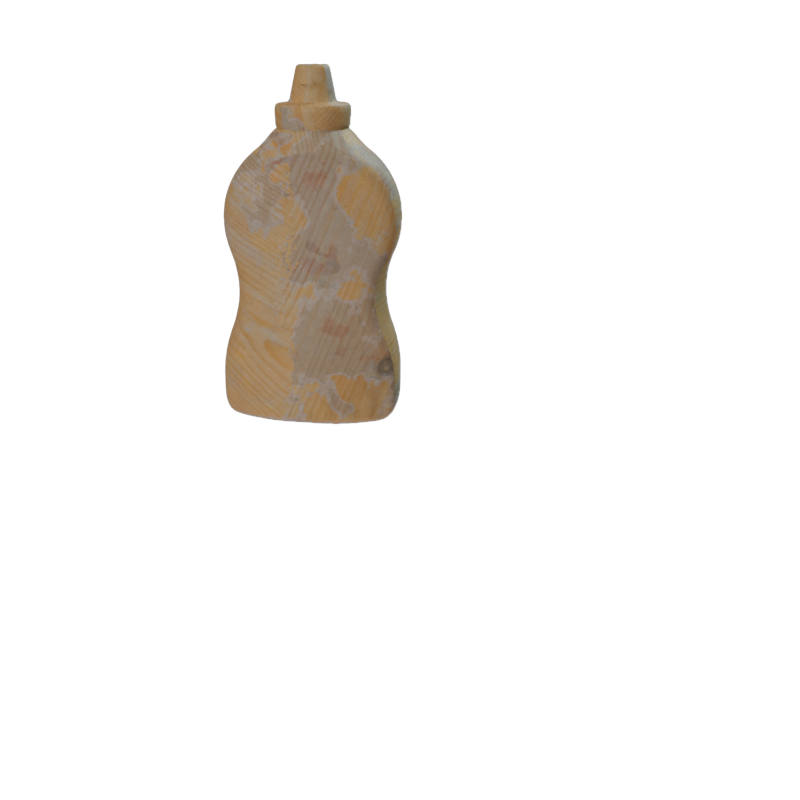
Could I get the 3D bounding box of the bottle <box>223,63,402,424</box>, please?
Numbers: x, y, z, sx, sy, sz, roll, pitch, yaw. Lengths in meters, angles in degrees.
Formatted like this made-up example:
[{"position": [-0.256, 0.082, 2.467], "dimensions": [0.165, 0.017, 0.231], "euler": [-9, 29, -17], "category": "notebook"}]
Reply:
[{"position": [-0.047, -0.086, 0.605], "dimensions": [0.097, 0.187, 0.059], "euler": [3, 11, 10], "category": "bottle"}]
